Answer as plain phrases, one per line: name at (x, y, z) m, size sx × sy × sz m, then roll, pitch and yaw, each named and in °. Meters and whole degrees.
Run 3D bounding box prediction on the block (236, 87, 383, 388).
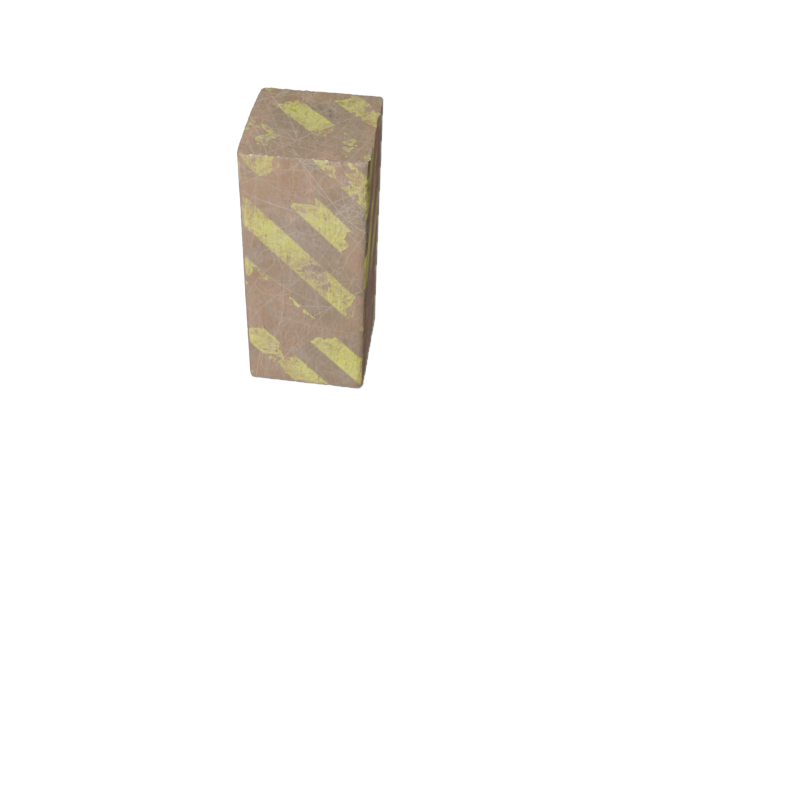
block at (-0.064, -0.116, 0.817) m, size 0.091 × 0.192 × 0.096 m, roll 7°, pitch 41°, yaw 4°
